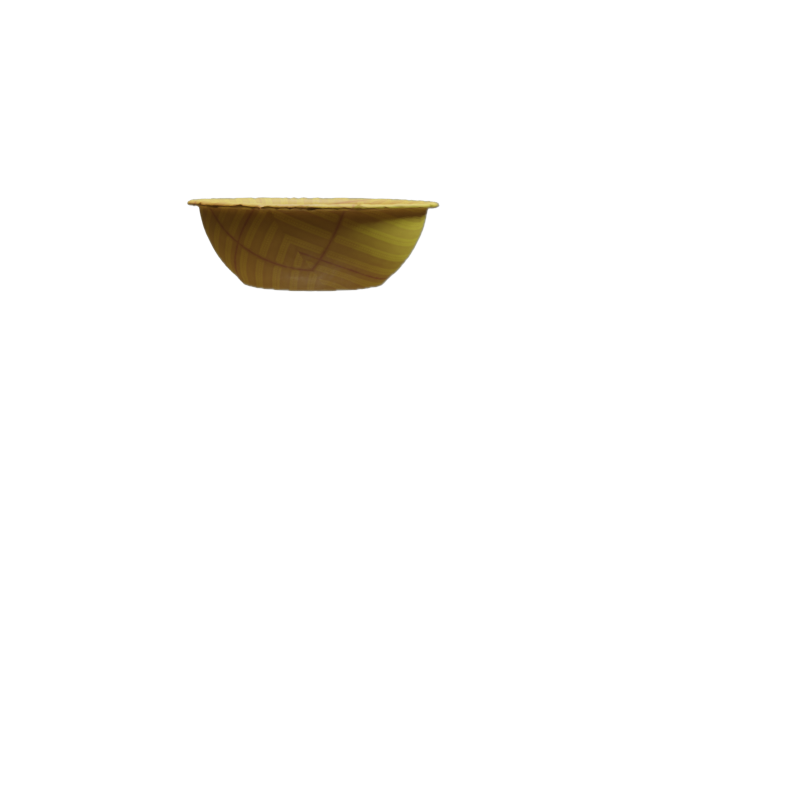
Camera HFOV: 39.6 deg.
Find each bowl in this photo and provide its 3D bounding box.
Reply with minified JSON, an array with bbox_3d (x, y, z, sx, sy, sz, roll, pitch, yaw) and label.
[{"bbox_3d":[-0.056,-0.102,0.717,0.162,0.054,0.165,0,11,-2],"label":"bowl"}]
